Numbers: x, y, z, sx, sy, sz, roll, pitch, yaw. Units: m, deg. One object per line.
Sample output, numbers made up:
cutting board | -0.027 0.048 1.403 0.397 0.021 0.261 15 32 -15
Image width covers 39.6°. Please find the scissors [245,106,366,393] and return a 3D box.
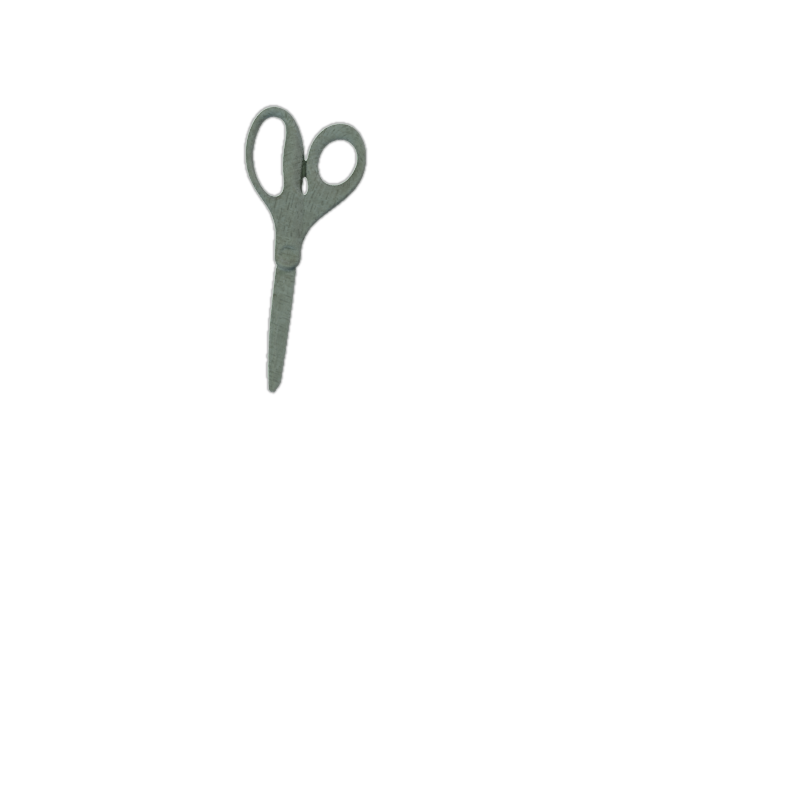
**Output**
scissors | -0.062 -0.113 0.791 0.096 0.205 0.015 -10 -6 -1
